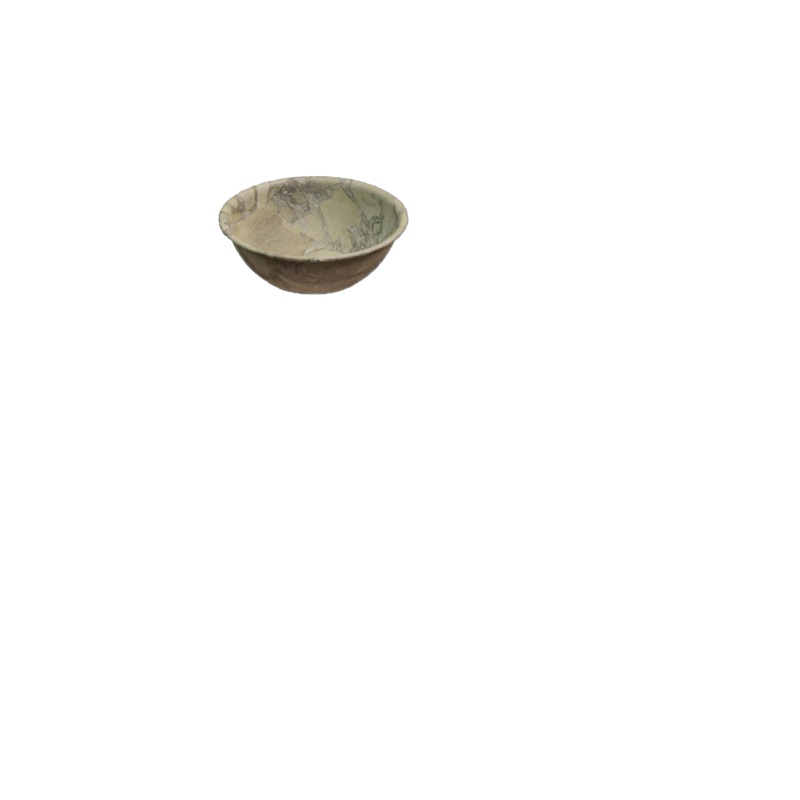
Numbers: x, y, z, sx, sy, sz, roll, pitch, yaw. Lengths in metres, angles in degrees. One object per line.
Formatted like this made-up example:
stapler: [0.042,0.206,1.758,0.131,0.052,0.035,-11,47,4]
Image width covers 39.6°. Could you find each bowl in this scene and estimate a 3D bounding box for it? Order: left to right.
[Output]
bowl: [-0.075,-0.136,0.954,0.162,0.052,0.173,-1,33,-2]
